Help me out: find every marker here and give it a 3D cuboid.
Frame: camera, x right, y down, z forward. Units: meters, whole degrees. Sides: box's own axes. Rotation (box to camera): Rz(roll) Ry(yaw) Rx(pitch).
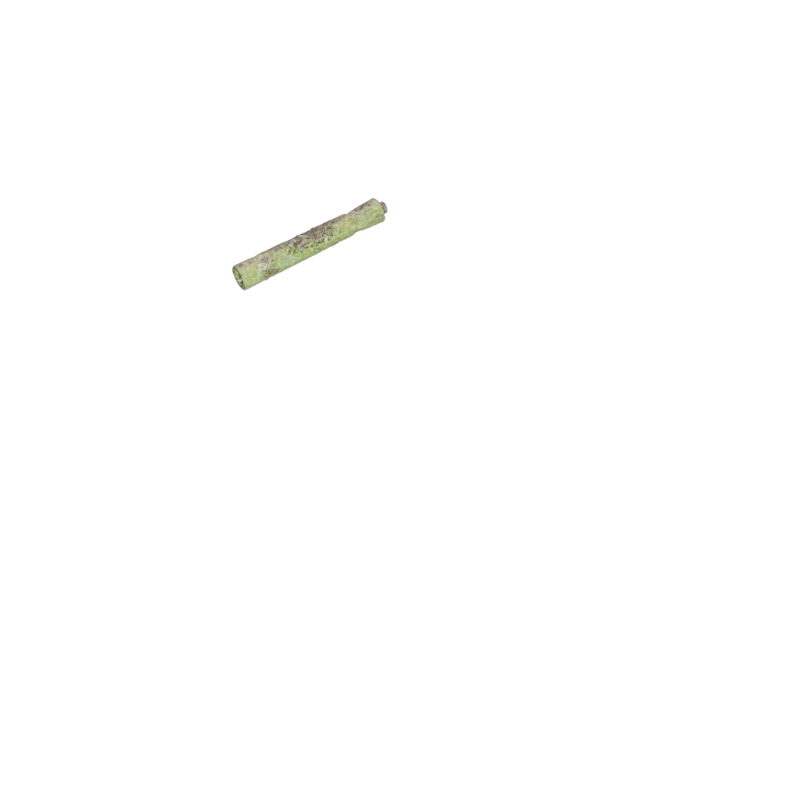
[{"bbox_3d":[-0.061,-0.111,0.777,0.121,0.019,0.020,-29,15,-19],"label":"marker"}]
